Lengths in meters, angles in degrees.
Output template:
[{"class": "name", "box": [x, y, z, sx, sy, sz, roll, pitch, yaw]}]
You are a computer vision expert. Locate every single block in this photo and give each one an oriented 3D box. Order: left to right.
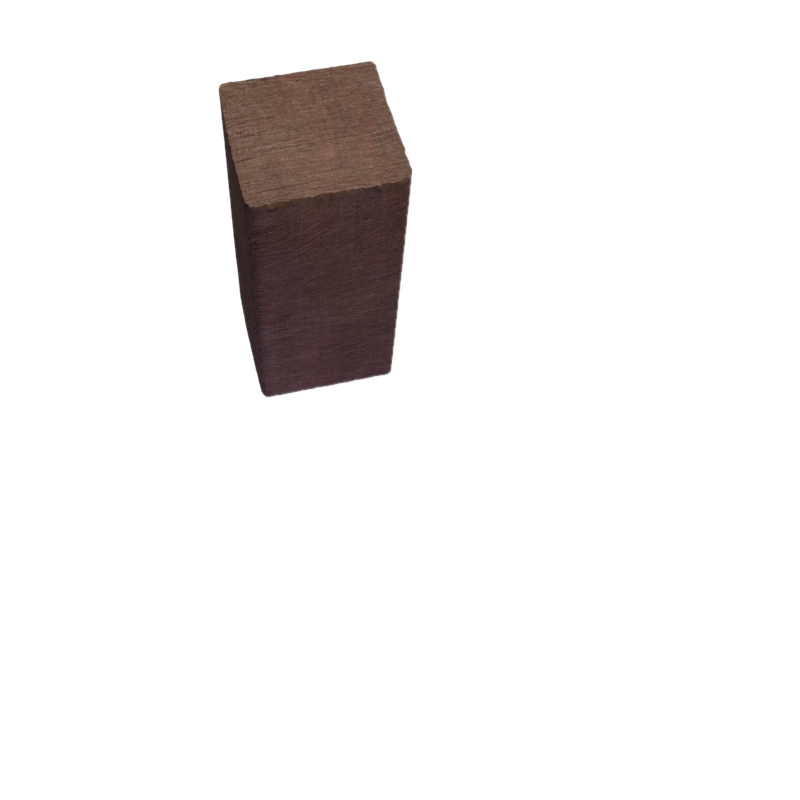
[{"class": "block", "box": [-0.053, -0.095, 0.670, 0.090, 0.097, 0.193, -10, -30, -9]}]
